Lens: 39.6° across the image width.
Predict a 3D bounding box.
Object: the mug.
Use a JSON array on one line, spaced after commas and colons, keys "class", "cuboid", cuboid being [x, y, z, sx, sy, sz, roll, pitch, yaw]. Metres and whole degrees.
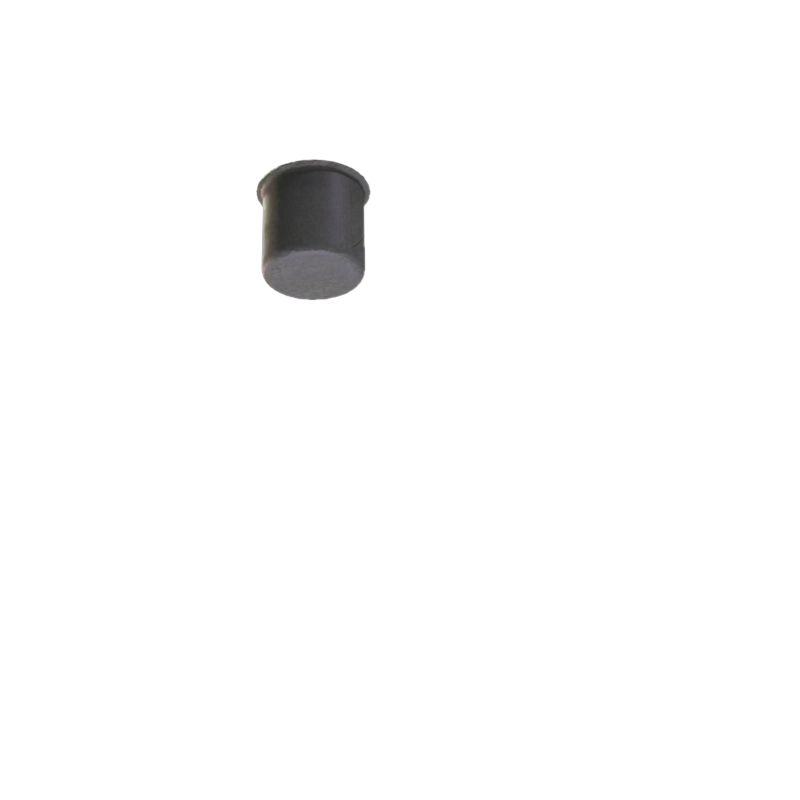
[{"class": "mug", "cuboid": [-0.070, -0.128, 0.896, 0.093, 0.087, 0.110, 0, -27, -3]}]
